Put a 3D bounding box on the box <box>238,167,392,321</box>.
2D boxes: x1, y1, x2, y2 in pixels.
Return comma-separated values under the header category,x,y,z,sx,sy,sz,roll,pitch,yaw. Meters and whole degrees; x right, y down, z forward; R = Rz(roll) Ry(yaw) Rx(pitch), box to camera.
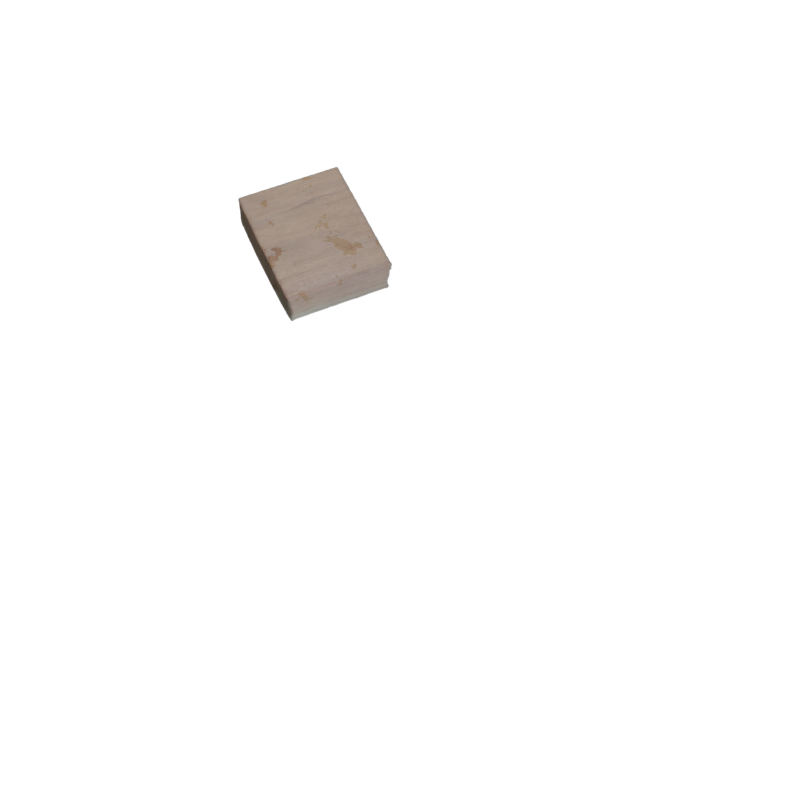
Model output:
category,x,y,z,sx,sy,sz,roll,pitch,yaw
box,-0.071,-0.129,0.901,0.089,0.122,0.036,-20,-29,-13
